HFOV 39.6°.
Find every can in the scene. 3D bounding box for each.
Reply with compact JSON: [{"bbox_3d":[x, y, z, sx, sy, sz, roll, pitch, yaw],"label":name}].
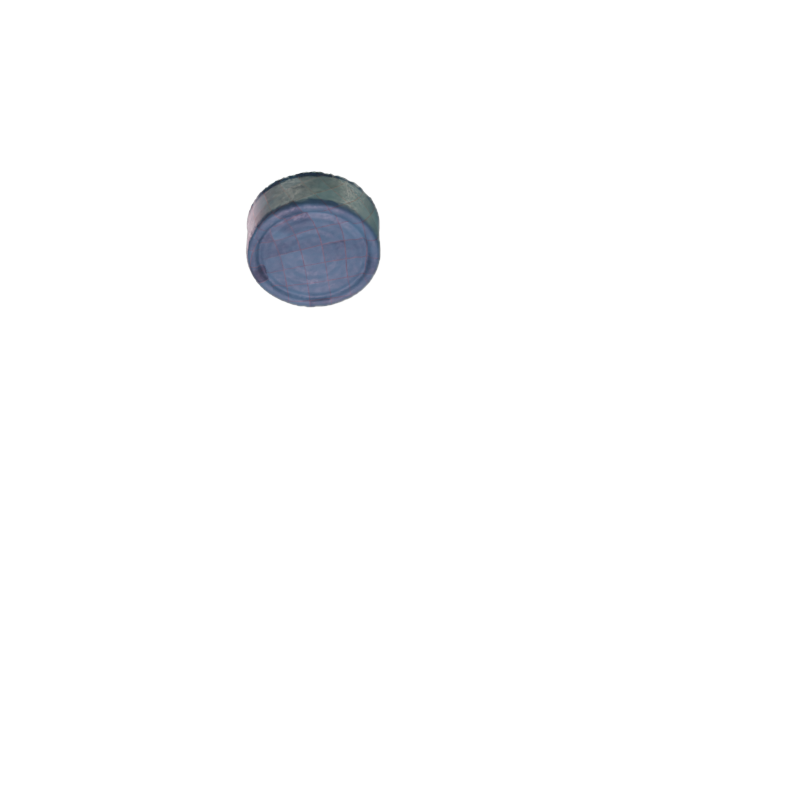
[{"bbox_3d":[-0.055,-0.100,0.702,0.086,0.080,0.036,1,42,-1],"label":"can"}]
